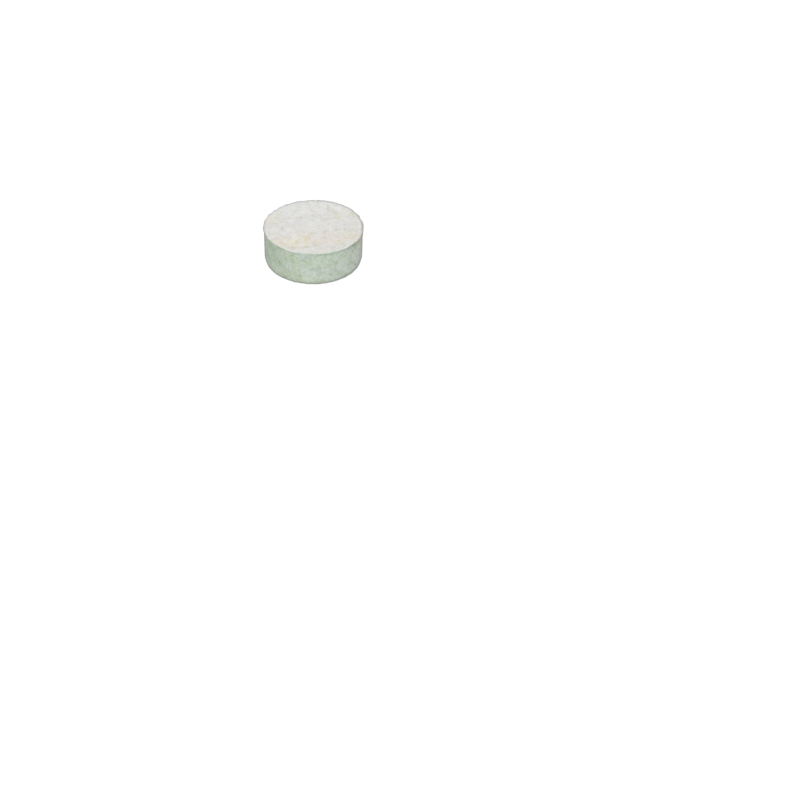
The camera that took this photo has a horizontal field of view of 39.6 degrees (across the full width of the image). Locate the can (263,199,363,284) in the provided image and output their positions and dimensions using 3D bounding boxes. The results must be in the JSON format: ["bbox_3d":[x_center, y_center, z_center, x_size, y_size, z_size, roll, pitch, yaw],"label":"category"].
[{"bbox_3d":[-0.075,-0.136,0.952,0.086,0.031,0.092,-1,38,-2],"label":"can"}]
